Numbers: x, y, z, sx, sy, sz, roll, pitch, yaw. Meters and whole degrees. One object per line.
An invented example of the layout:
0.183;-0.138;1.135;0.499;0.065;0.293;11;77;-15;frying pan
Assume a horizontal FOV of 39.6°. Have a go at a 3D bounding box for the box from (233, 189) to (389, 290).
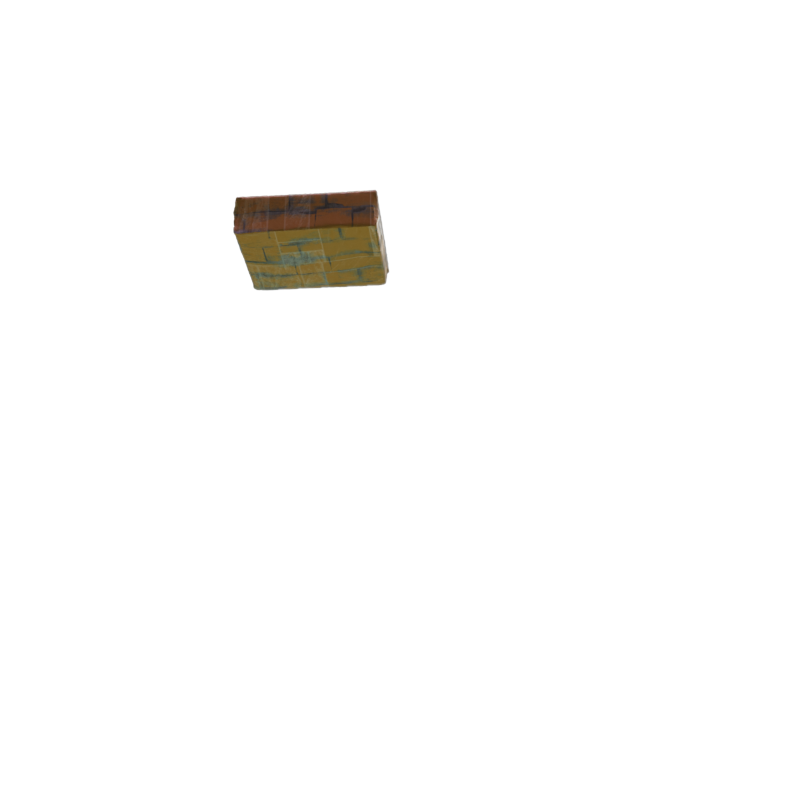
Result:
-0.069;-0.125;0.877;0.114;0.041;0.084;-3;-28;5;box
